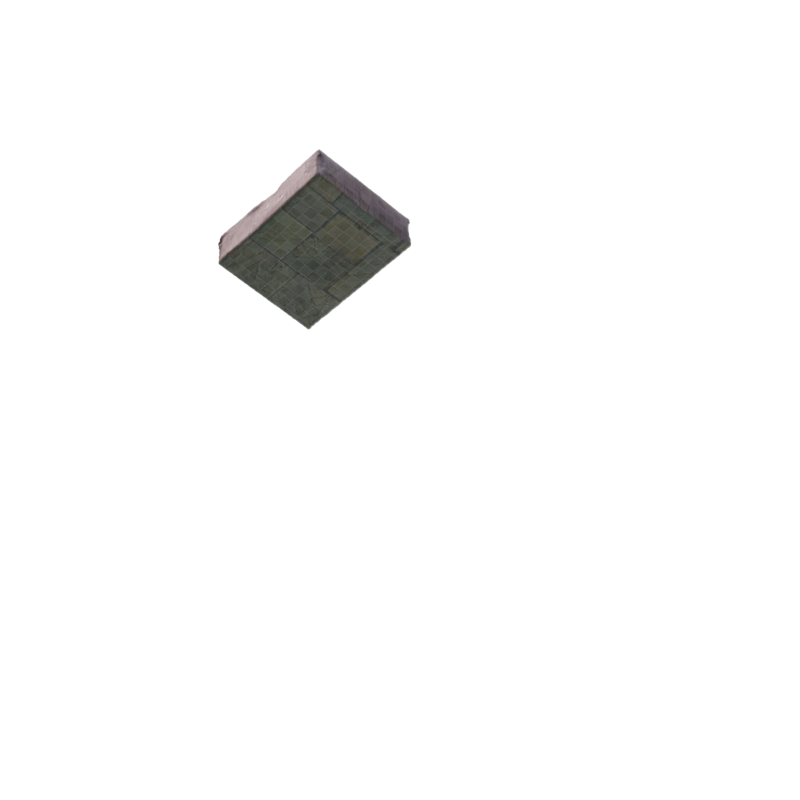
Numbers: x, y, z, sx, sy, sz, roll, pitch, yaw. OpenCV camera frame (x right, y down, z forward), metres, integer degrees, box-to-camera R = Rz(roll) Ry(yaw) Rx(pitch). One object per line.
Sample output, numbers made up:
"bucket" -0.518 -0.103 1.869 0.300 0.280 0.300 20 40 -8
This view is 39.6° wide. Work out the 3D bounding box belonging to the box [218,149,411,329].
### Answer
"box" -0.050 -0.092 0.642 0.069 0.032 0.088 37 -59 -28
